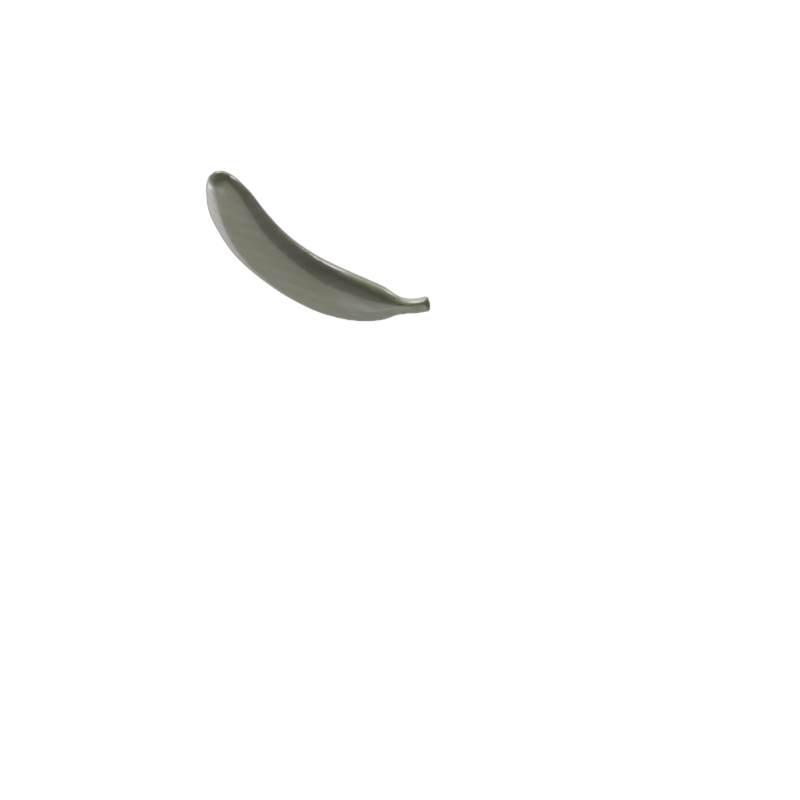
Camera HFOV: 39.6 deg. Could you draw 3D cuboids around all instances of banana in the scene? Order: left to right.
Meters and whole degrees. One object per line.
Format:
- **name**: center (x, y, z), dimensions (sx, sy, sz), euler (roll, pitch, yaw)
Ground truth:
- **banana**: center (-0.071, -0.101, 0.788), dimensions (0.186, 0.039, 0.069), euler (27, -46, -31)
